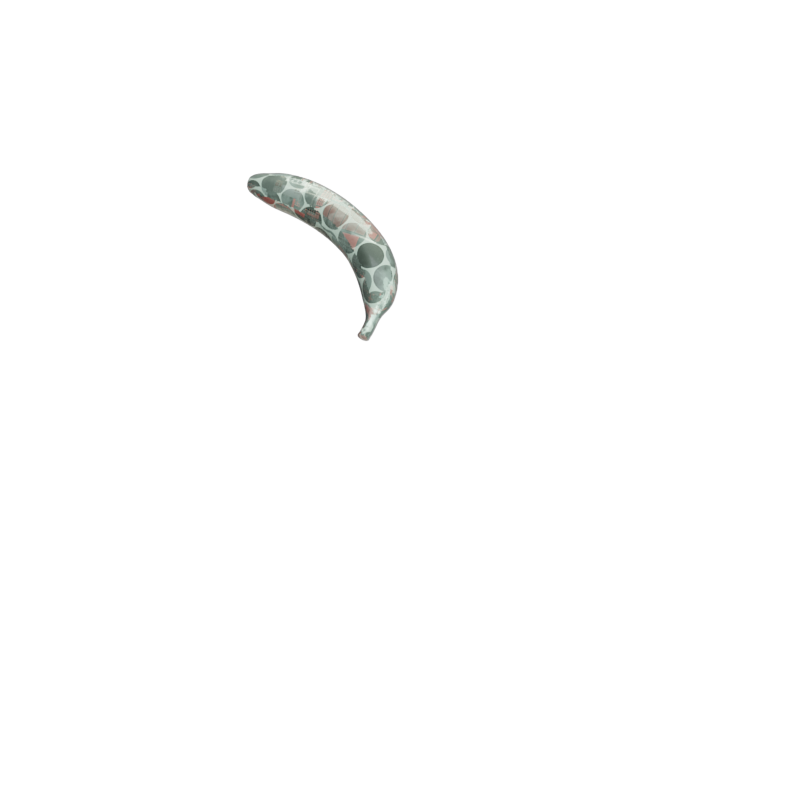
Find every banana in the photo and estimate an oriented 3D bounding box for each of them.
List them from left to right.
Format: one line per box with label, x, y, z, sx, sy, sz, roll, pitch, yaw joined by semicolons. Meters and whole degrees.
banana;-0.058;-0.144;0.970;0.069;0.212;0.034;-27;-30;-18
